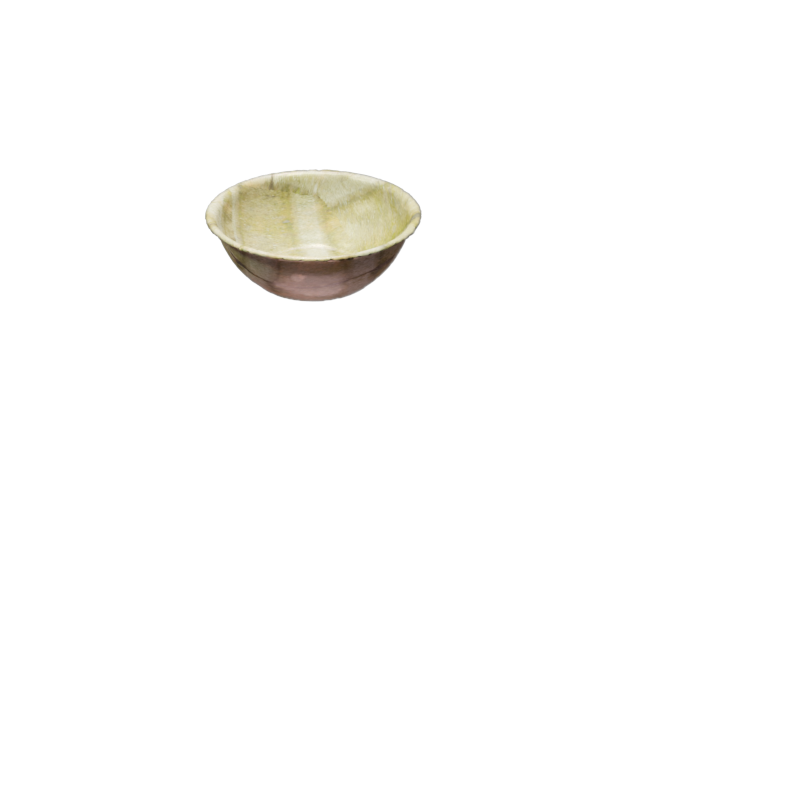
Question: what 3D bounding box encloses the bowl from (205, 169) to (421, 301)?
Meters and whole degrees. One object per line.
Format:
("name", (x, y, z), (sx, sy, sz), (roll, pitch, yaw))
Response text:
("bowl", (-0.066, -0.120, 0.842), (0.162, 0.052, 0.172), (-1, 32, -2))
